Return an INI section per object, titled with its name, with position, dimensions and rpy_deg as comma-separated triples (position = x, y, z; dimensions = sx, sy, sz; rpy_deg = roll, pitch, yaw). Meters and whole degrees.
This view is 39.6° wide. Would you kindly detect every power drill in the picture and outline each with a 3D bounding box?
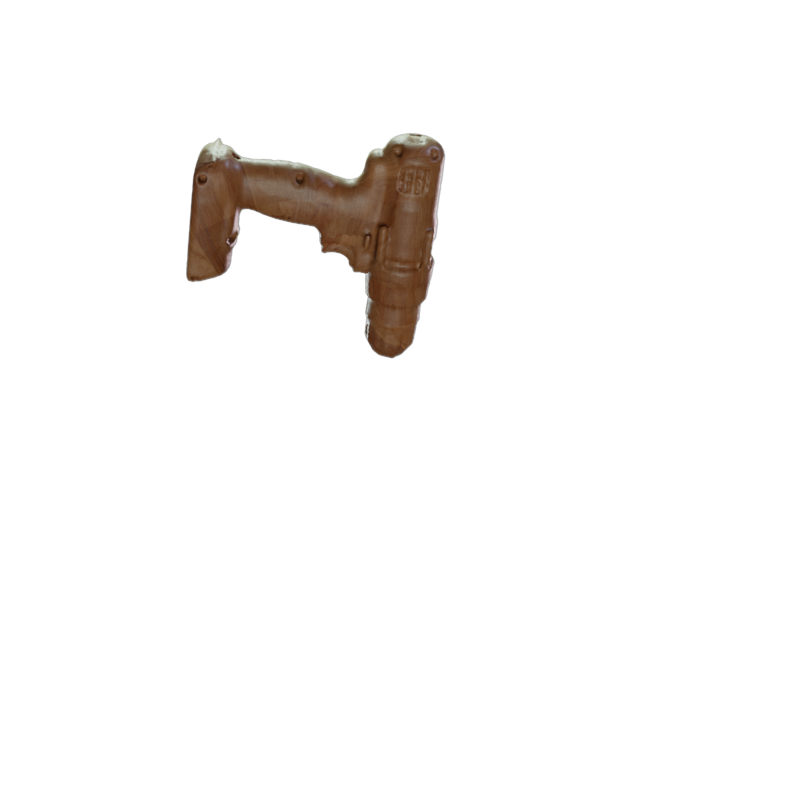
[power drill]
position = -0.066, -0.120, 0.843
dimensions = 0.187, 0.175, 0.061
rpy_deg = 6, 26, -3
